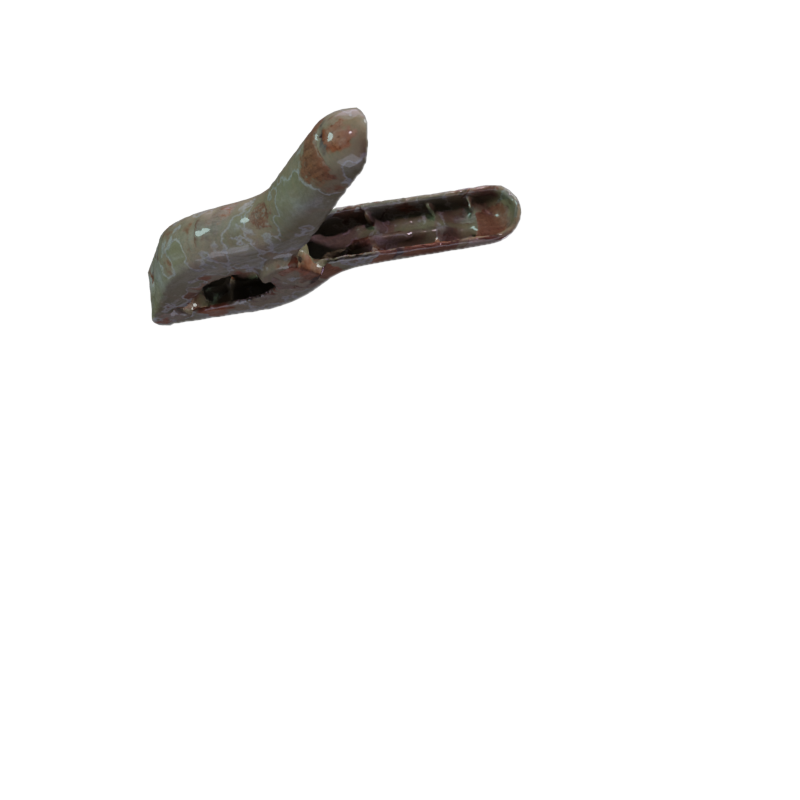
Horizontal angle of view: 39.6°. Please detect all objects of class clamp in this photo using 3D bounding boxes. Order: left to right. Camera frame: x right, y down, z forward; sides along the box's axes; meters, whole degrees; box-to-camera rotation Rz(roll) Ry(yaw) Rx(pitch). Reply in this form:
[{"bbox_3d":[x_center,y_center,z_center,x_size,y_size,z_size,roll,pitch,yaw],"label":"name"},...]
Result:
[{"bbox_3d":[-0.037,-0.068,0.476,0.113,0.041,0.173,17,-25,-41],"label":"clamp"}]
